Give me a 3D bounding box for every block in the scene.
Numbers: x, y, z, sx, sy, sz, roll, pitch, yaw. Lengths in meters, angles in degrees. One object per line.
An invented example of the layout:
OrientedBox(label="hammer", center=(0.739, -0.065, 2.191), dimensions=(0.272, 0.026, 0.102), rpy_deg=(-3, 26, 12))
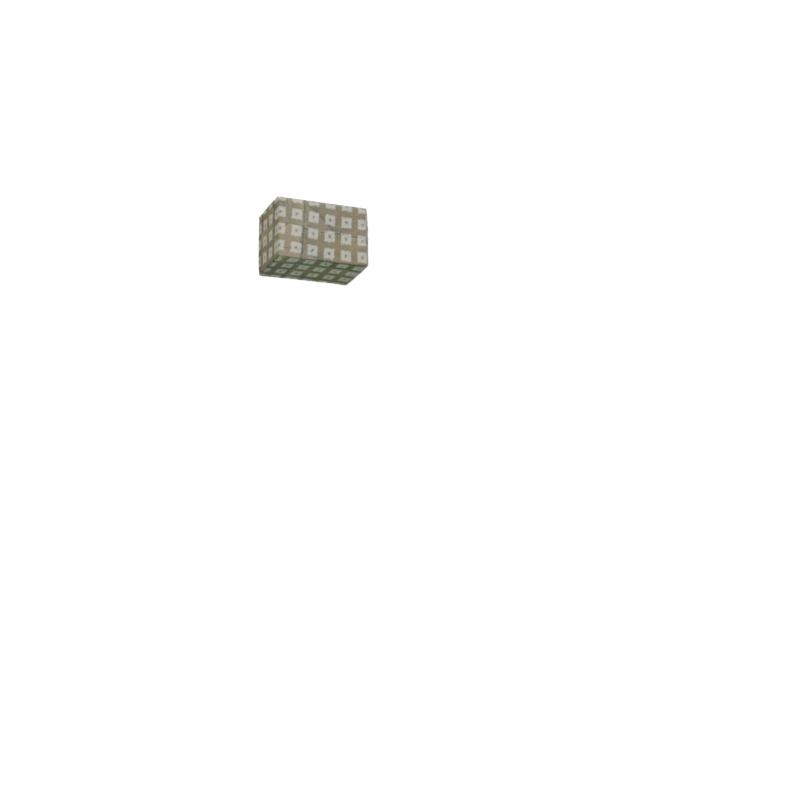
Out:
OrientedBox(label="block", center=(-0.070, -0.127, 0.893), dimensions=(0.076, 0.053, 0.052), rpy_deg=(6, -18, -21))
